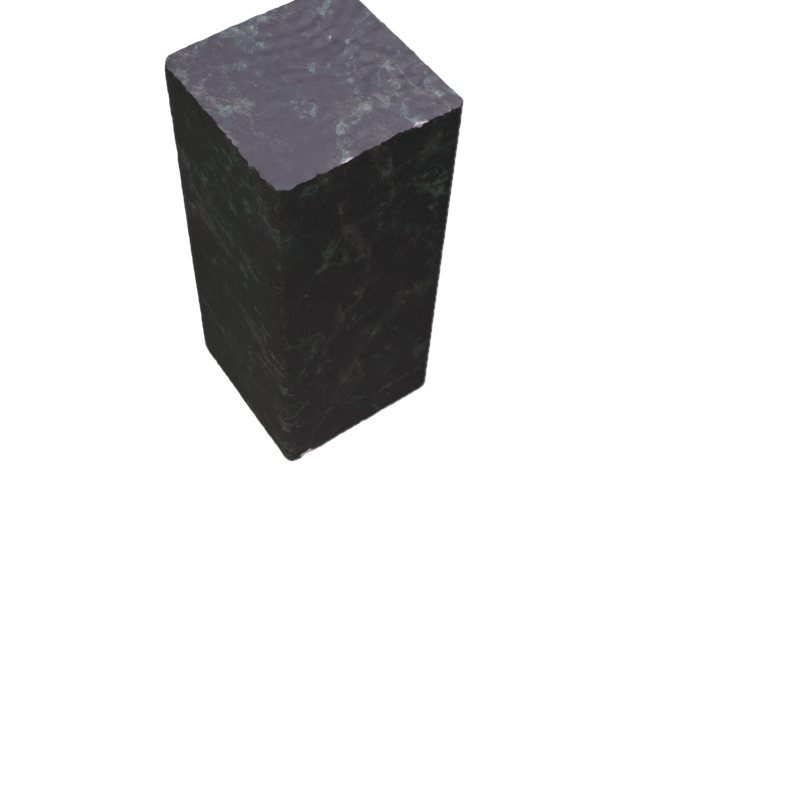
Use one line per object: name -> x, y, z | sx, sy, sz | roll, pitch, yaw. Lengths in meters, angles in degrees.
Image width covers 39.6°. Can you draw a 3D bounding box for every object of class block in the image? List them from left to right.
block -> -0.041, -0.073, 0.515 | 0.090, 0.097, 0.193 | -29, -27, -21
